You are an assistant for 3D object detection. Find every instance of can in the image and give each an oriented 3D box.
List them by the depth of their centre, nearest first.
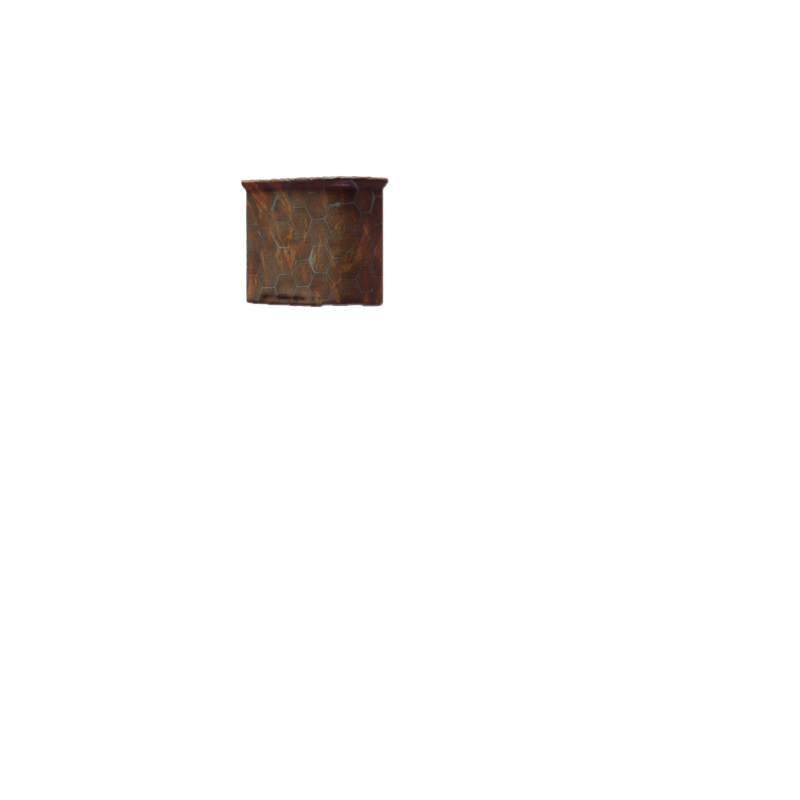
[{"bbox_3d":[-0.058,-0.106,0.739,0.106,0.083,0.055,4,5,39],"label":"can"}]
